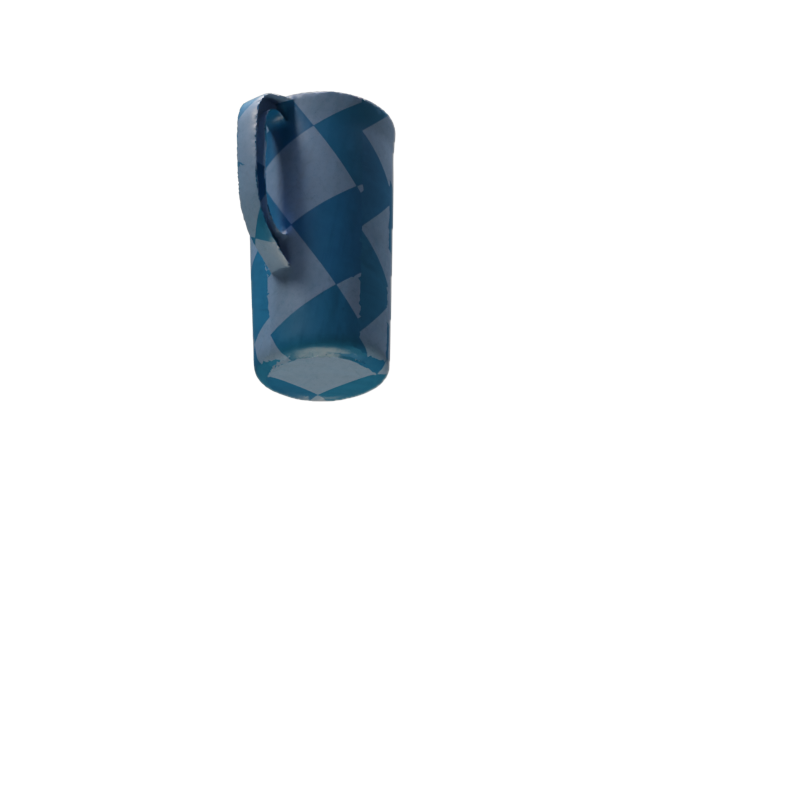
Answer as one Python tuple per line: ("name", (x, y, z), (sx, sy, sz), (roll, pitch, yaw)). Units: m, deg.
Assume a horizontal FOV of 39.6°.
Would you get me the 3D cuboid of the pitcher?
("pitcher", (-0.072, -0.132, 0.926), (0.147, 0.258, 0.139), (5, -29, -12))
